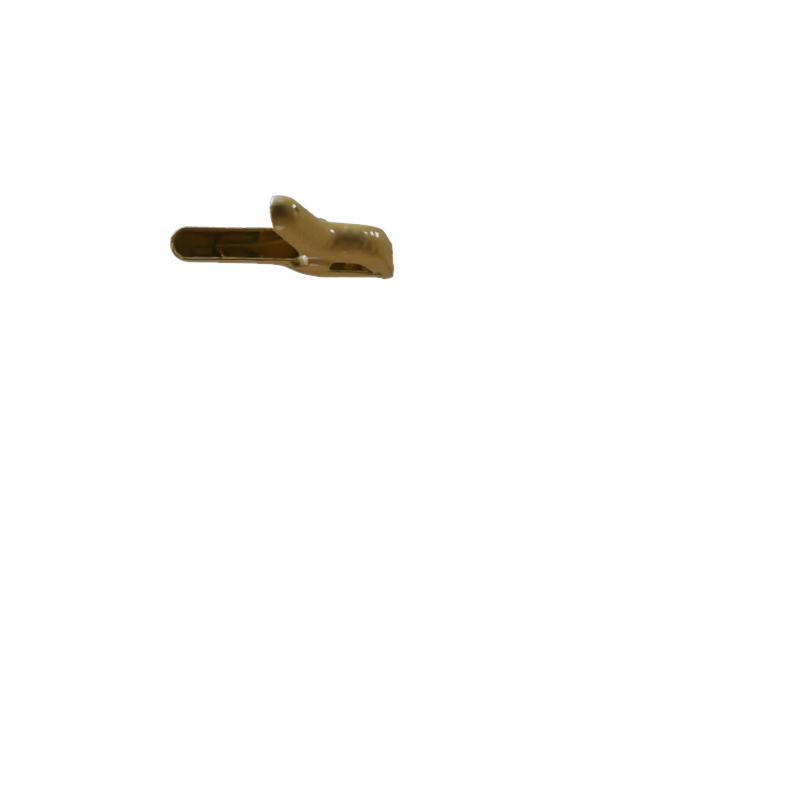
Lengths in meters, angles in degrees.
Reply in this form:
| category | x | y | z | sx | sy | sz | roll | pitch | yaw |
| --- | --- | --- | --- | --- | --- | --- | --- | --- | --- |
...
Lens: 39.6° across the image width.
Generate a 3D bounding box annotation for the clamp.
| category | x | y | z | sx | sy | sz | roll | pitch | yaw |
| --- | --- | --- | --- | --- | --- | --- | --- | --- | --- |
| clamp | -0.061 | -0.111 | 0.776 | 0.165 | 0.040 | 0.124 | 0 | 0 | -36 |
